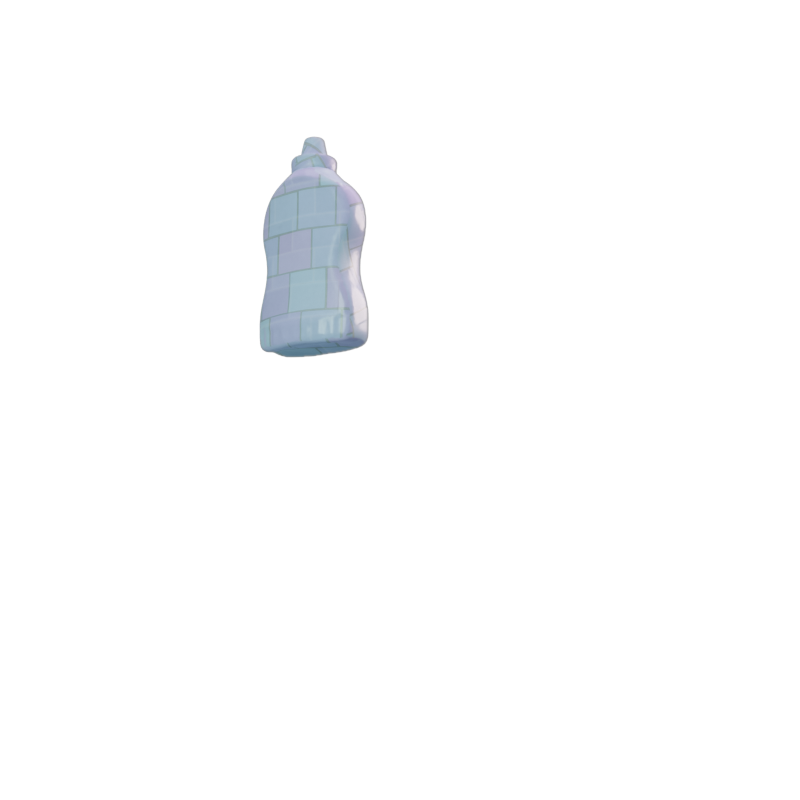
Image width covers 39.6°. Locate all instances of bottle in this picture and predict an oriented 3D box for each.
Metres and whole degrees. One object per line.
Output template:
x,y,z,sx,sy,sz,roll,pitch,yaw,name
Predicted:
-0.075,-0.137,0.963,0.098,0.199,0.055,-12,-19,33,bottle
